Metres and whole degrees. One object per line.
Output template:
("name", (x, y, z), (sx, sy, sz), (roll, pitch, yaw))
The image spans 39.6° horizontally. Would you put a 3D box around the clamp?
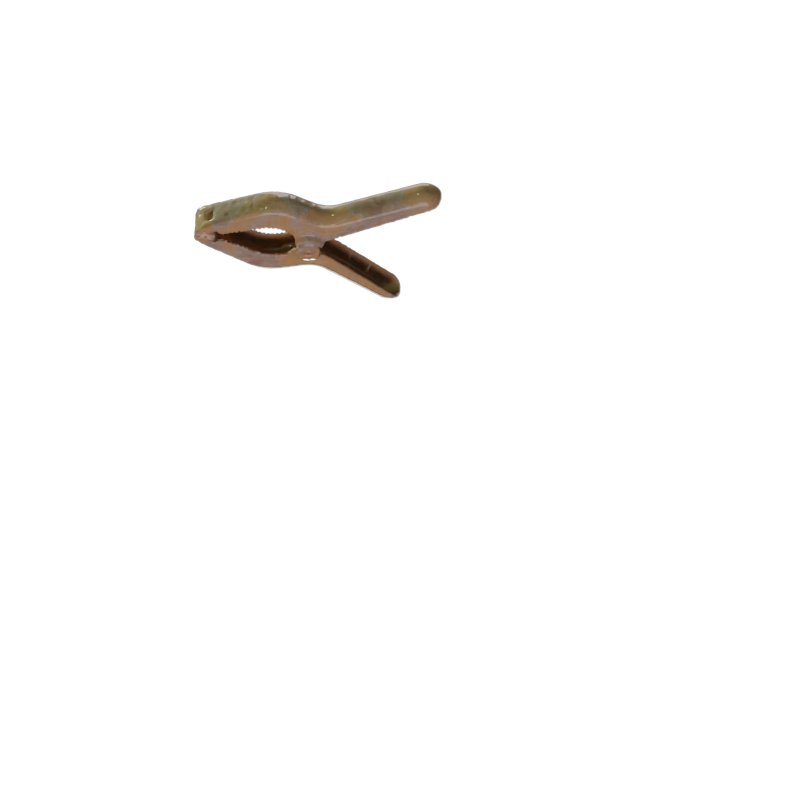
("clamp", (-0.078, -0.142, 0.993), (0.209, 0.039, 0.155), (2, -30, -3))
